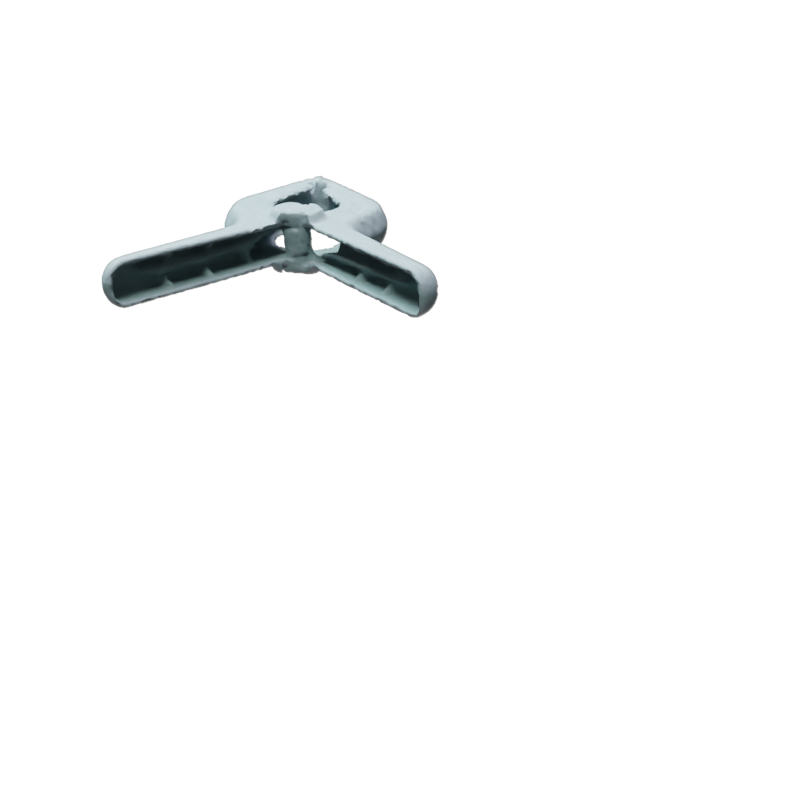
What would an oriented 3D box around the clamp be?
[{"bbox_3d":[-0.048,-0.088,0.616,0.168,0.035,0.215,5,23,12],"label":"clamp"}]
